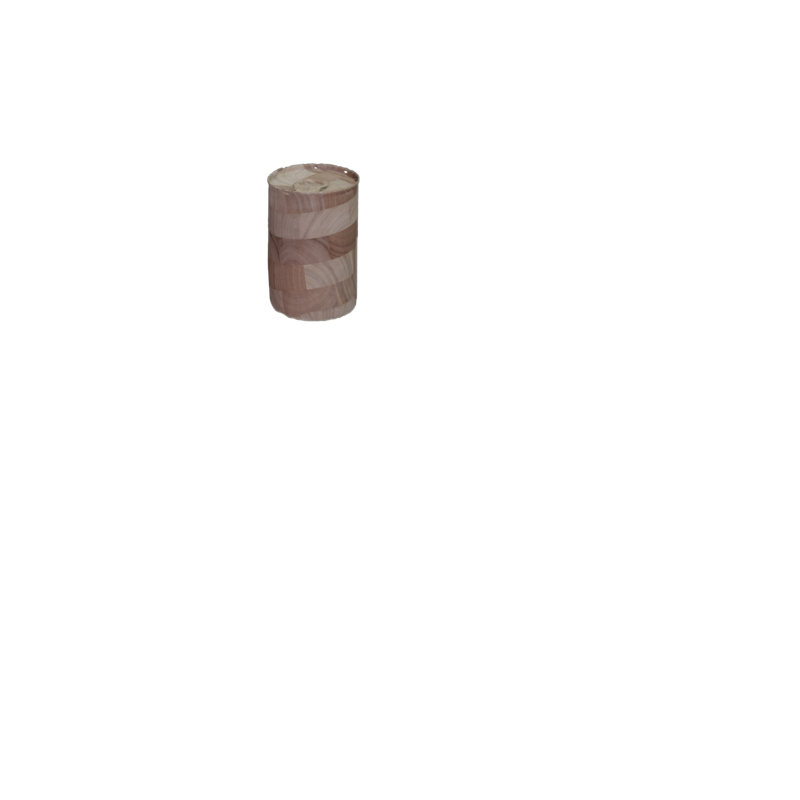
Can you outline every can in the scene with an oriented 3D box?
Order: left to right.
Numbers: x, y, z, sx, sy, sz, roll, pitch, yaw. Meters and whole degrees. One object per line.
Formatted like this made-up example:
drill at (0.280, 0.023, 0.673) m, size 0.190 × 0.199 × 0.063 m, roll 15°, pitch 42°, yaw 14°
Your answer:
can at (-0.065, -0.118, 0.828) m, size 0.068 × 0.097 × 0.072 m, roll 0°, pitch 24°, yaw -2°
